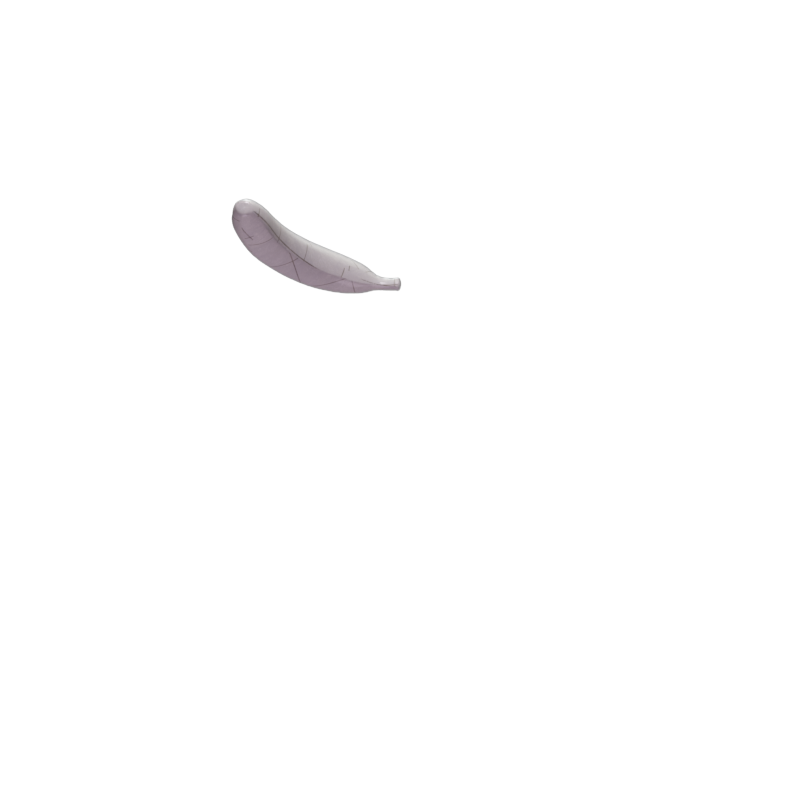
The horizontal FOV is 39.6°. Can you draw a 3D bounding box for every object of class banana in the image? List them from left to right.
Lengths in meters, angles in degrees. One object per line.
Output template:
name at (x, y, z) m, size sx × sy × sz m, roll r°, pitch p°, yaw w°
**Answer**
banana at (-0.086, -0.131, 0.969) m, size 0.070 × 0.039 × 0.186 m, roll -19°, pitch -27°, yaw 40°
